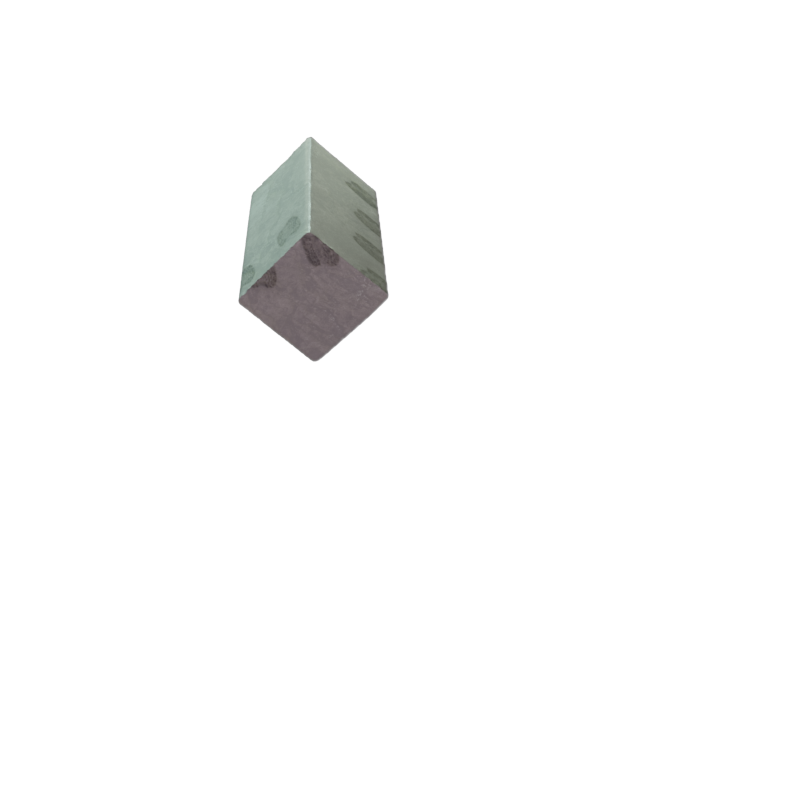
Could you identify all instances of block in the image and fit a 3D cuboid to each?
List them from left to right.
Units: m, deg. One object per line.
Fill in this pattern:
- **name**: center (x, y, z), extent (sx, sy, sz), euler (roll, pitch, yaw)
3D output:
- **block**: center (-0.077, -0.140, 0.983), extent (0.086, 0.089, 0.219), euler (38, 23, -24)
